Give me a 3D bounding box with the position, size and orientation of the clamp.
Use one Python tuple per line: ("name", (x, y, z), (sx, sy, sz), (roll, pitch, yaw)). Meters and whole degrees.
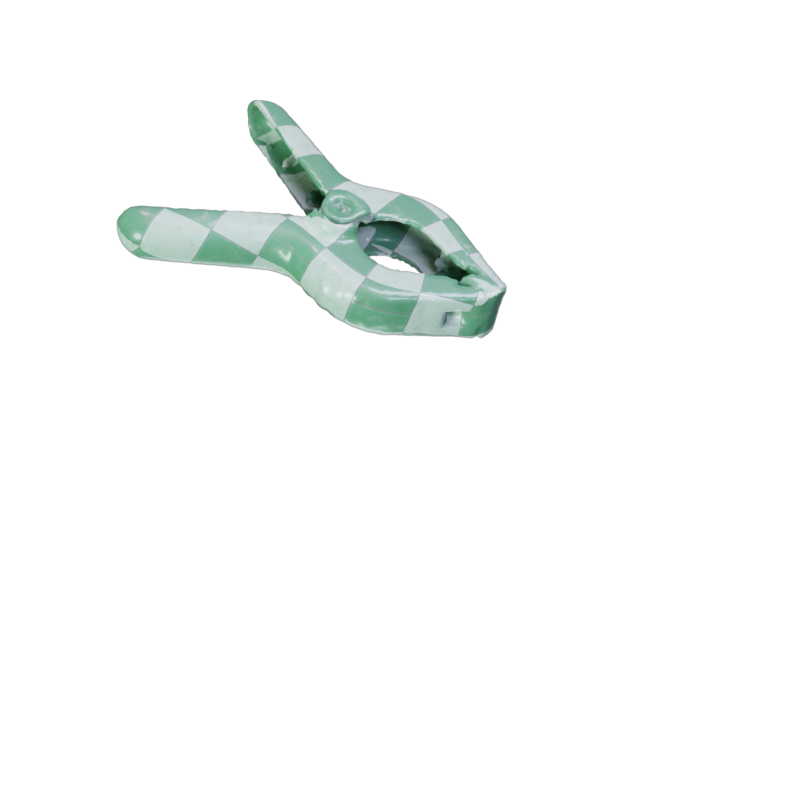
("clamp", (-0.039, -0.072, 0.503), (0.181, 0.036, 0.122), (32, 57, 24))
